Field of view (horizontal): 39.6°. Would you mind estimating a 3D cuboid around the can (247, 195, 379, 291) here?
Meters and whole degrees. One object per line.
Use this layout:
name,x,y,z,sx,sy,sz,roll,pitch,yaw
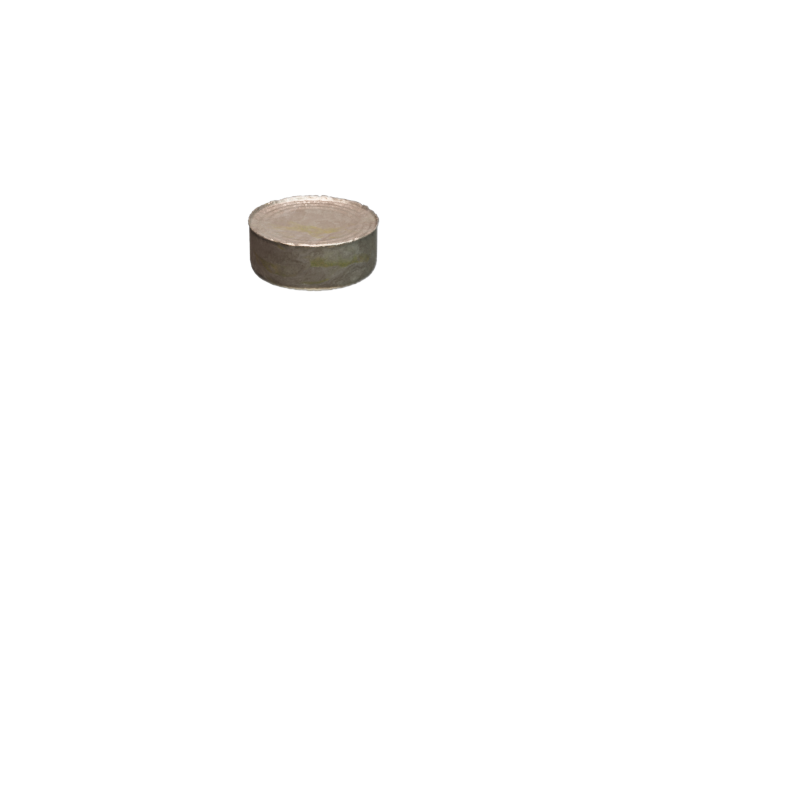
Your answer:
can,-0.057,-0.104,0.730,0.086,0.032,0.091,-1,29,-2
